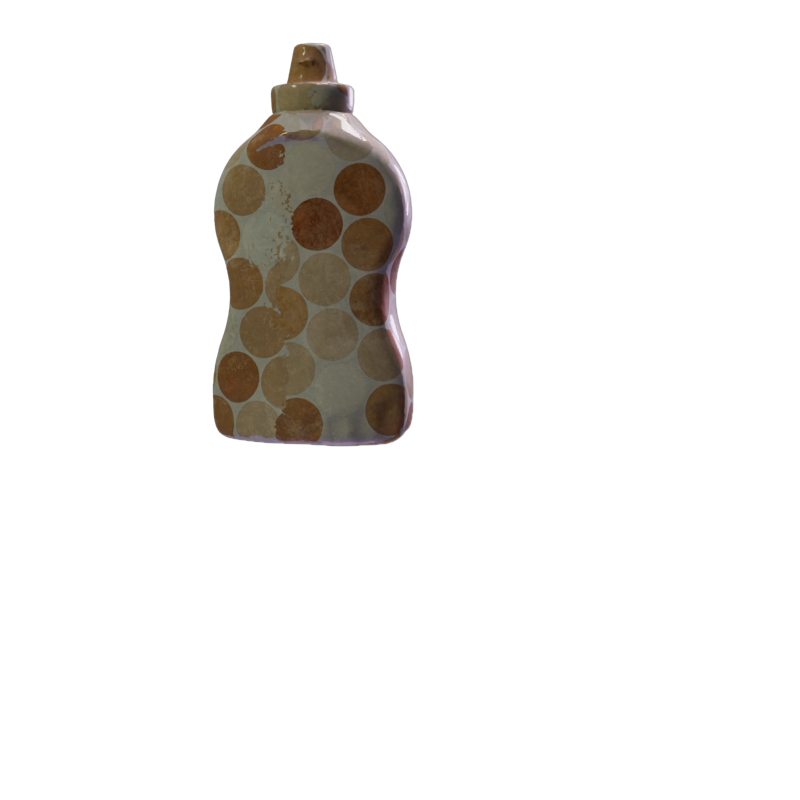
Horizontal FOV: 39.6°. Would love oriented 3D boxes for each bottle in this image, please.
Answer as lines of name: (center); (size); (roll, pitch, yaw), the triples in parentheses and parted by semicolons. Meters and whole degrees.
bottle: (-0.042, -0.077, 0.542); (0.098, 0.191, 0.057); (0, 1, 13)
